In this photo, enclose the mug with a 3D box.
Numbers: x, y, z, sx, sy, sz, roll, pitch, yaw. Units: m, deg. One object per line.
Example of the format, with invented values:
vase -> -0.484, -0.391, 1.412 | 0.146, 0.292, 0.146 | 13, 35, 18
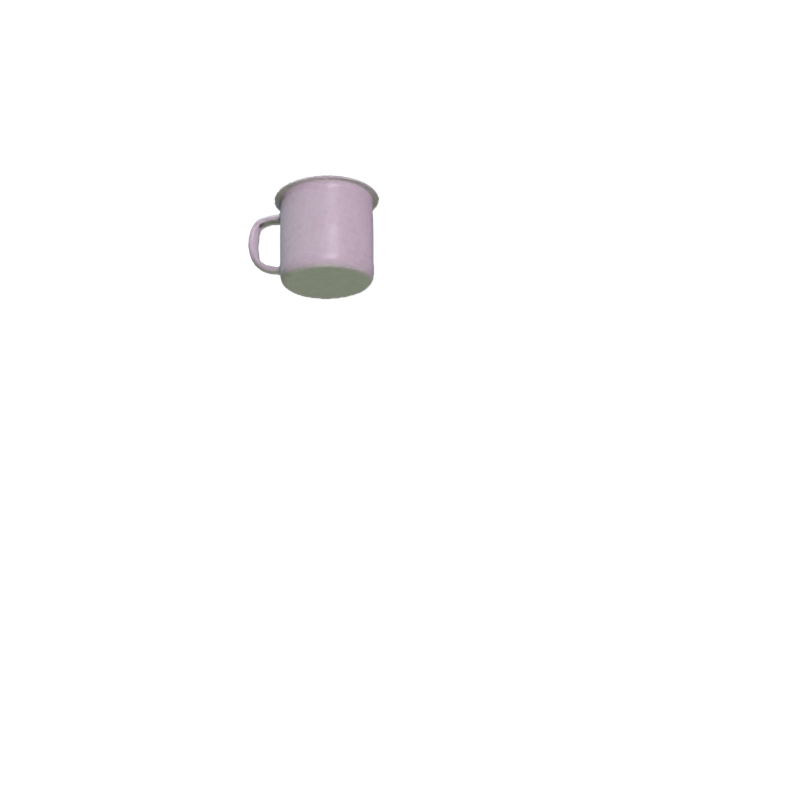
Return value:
mug -> -0.076, -0.139, 0.973 | 0.118, 0.086, 0.088 | -3, -21, 7
